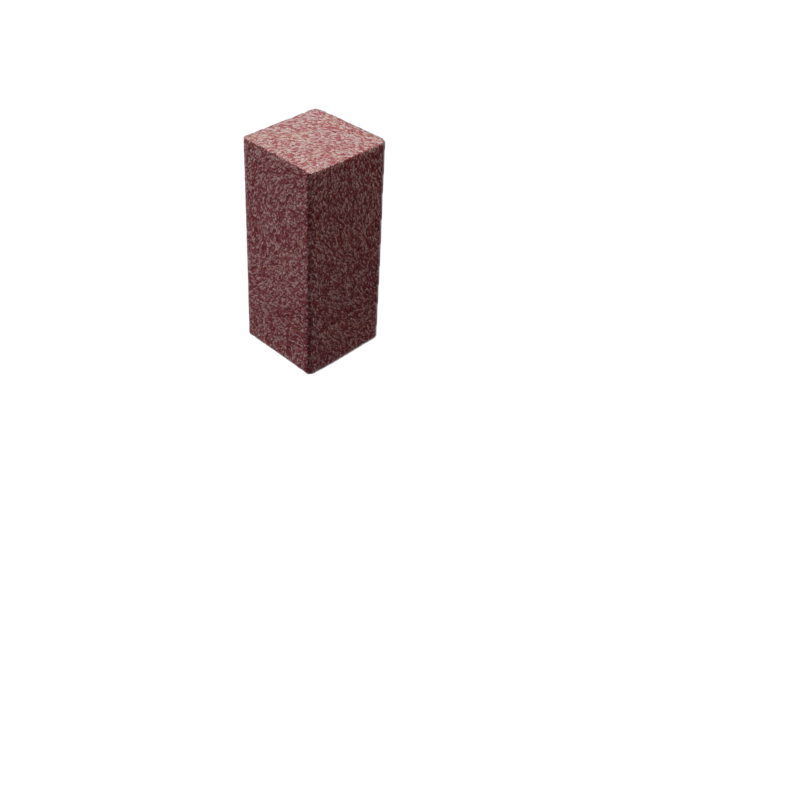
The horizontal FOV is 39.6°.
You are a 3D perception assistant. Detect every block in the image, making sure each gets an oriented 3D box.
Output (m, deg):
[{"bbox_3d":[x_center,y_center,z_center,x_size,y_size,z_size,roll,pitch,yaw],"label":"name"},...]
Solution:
[{"bbox_3d":[-0.077,-0.142,0.992,0.090,0.193,0.097,-28,45,-36],"label":"block"}]
